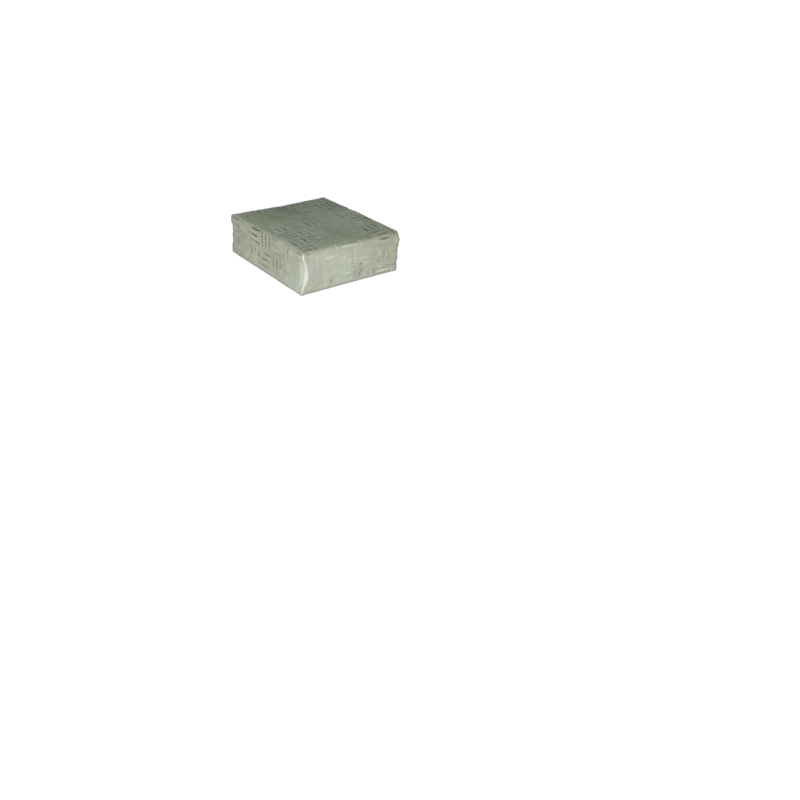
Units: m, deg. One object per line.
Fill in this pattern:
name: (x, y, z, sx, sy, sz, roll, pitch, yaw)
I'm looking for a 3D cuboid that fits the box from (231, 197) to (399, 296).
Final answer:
box: (-0.055, -0.101, 0.709, 0.072, 0.029, 0.096, -16, 31, -31)
